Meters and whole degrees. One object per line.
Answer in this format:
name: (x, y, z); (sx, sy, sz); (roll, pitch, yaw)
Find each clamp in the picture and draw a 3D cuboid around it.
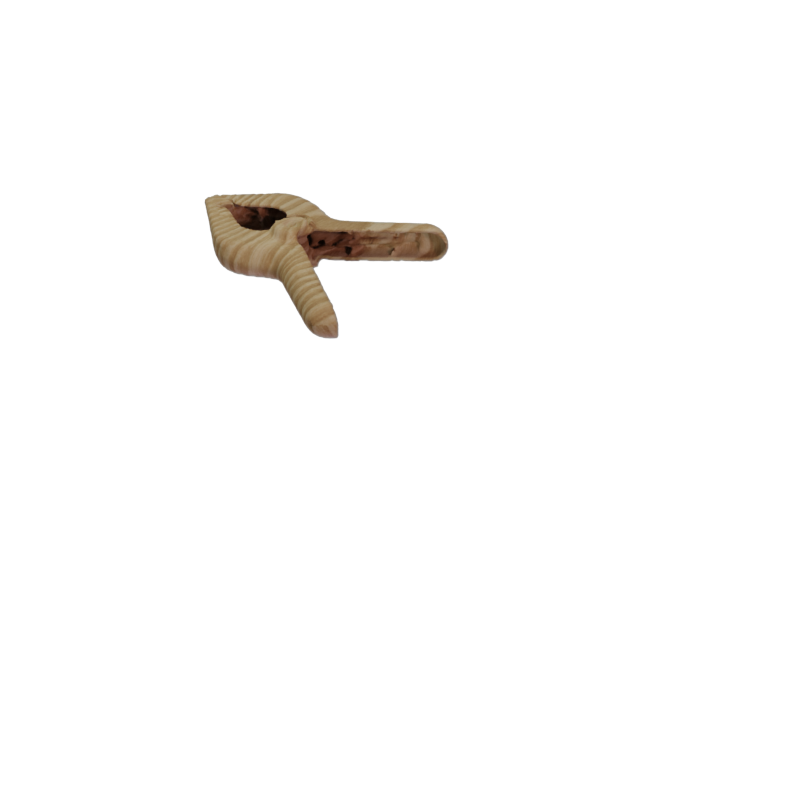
clamp: (-0.057, -0.104, 0.729); (0.119, 0.037, 0.184); (-26, 43, -32)
